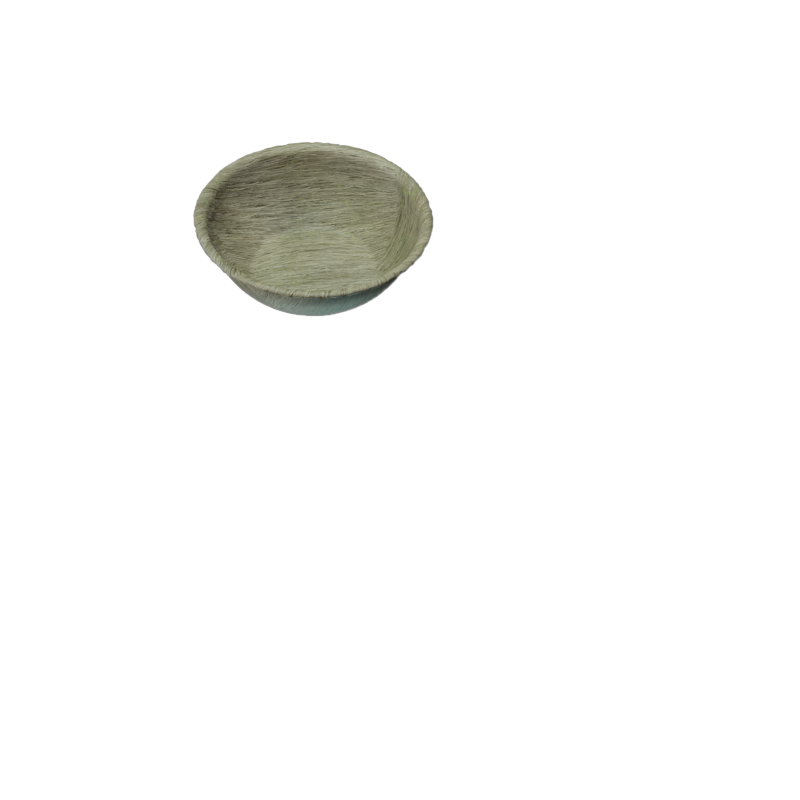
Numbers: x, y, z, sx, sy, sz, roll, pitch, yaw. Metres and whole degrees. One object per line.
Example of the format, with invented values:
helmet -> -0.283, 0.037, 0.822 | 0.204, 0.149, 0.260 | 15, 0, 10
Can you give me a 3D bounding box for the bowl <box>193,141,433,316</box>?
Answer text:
bowl -> -0.060, -0.109, 0.766 | 0.162, 0.174, 0.051 | -1, -44, -1
